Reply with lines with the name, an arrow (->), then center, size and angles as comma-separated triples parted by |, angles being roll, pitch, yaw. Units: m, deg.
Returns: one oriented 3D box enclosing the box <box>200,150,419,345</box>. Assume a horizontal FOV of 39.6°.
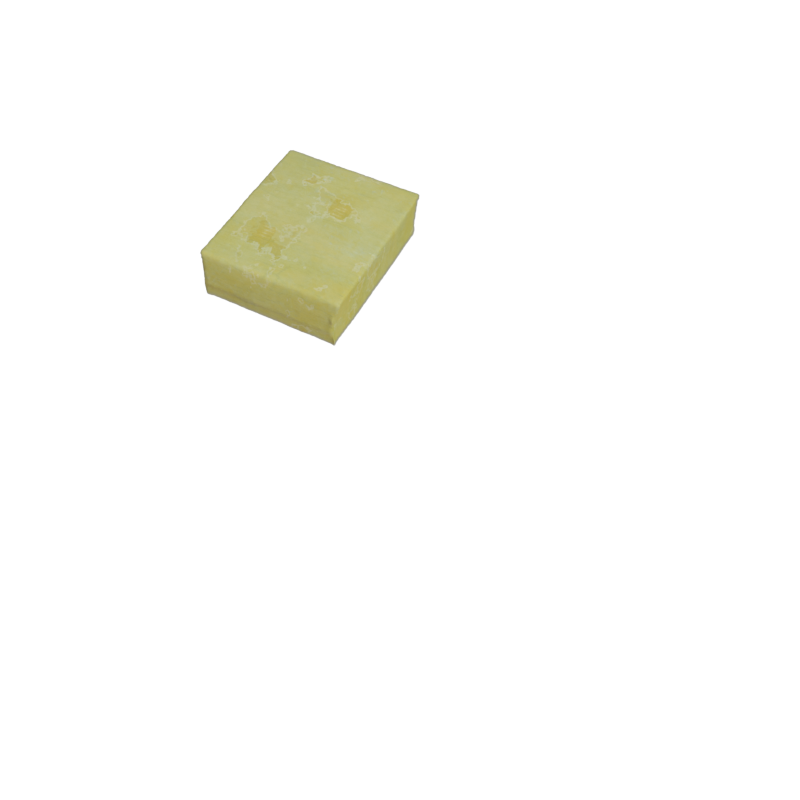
box -> -0.052, -0.094, 0.661 | 0.093, 0.118, 0.036 | 20, -39, 16
